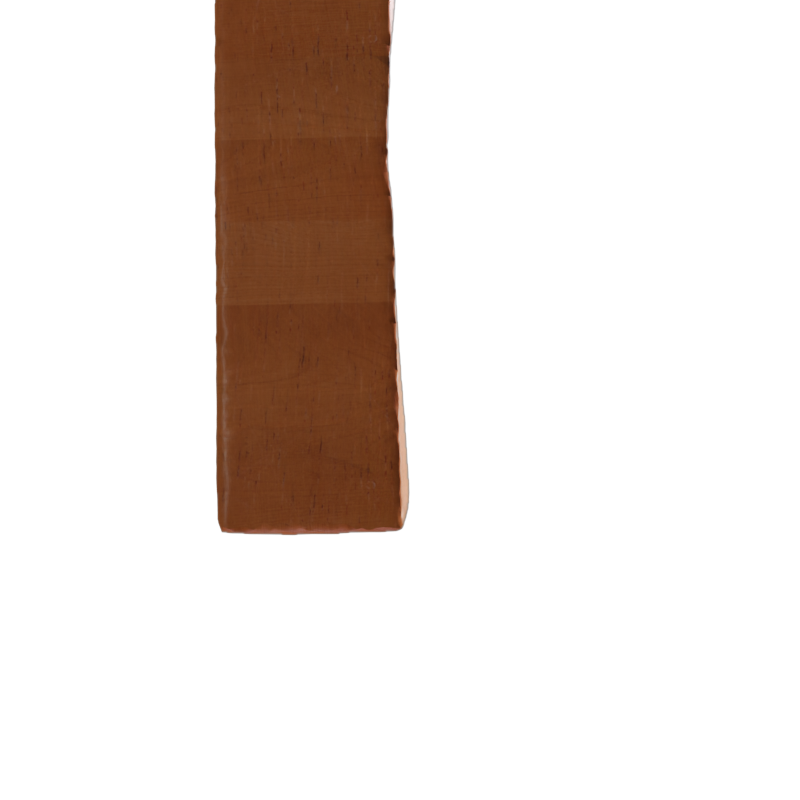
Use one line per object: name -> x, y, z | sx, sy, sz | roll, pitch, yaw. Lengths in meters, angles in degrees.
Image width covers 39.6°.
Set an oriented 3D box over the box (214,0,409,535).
box -> -0.036, -0.065, 0.458 | 0.072, 0.216, 0.163 | 0, -3, -3
